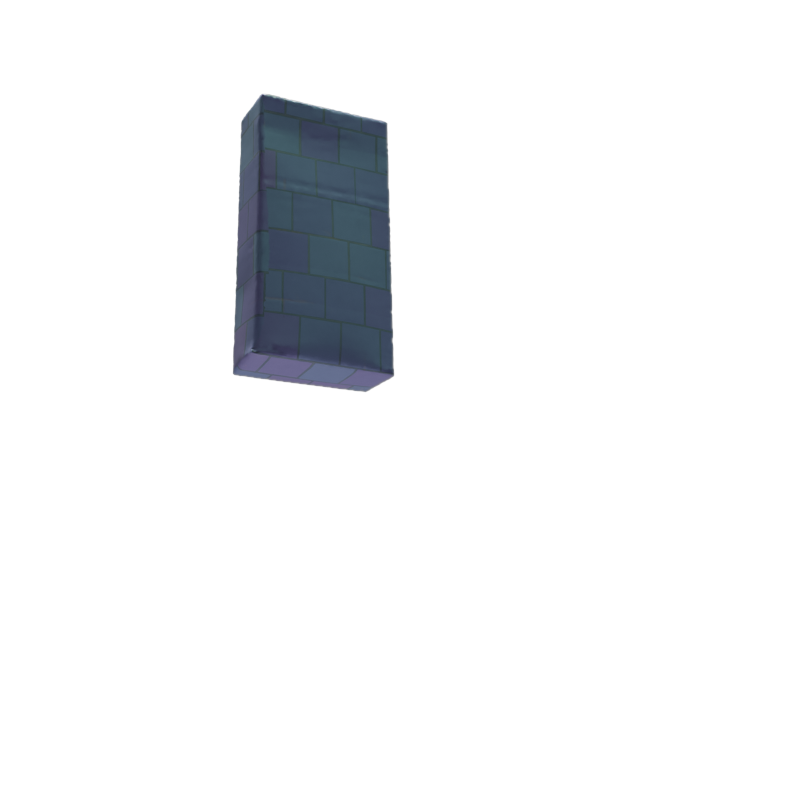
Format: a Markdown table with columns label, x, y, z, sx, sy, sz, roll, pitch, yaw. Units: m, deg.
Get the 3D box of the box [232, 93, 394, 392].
| label | x | y | z | sx | sy | sz | roll | pitch | yaw |
| --- | --- | --- | --- | --- | --- | --- | --- | --- | --- |
| box | -0.055 | -0.100 | 0.698 | 0.090 | 0.186 | 0.047 | 9 | -26 | -23 |
